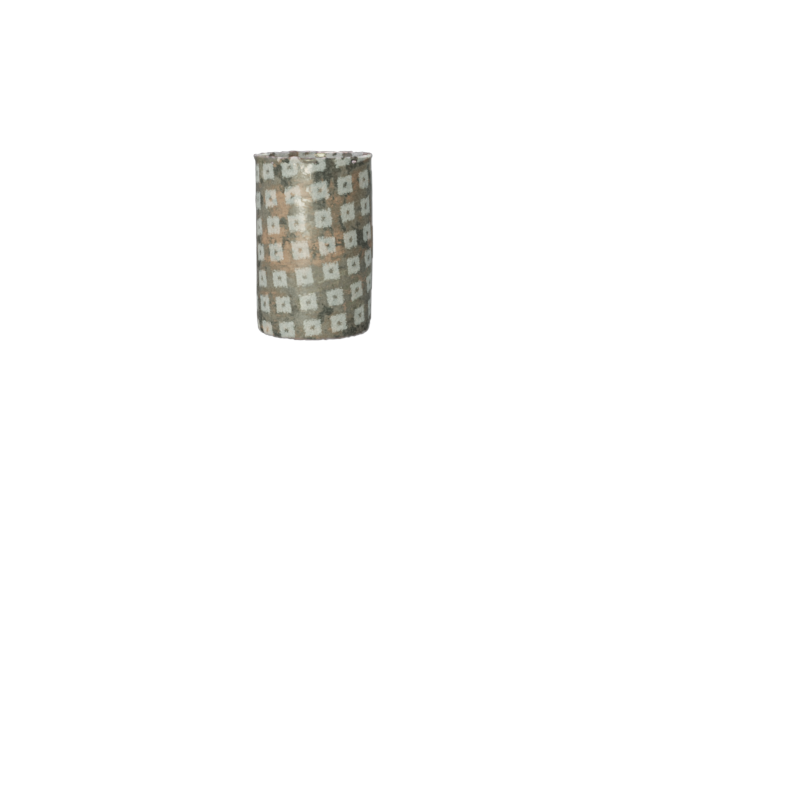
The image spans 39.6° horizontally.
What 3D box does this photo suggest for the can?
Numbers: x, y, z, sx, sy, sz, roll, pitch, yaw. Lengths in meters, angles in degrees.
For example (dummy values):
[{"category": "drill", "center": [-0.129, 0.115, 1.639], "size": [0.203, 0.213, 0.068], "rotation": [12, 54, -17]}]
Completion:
[{"category": "can", "center": [-0.050, -0.091, 0.639], "size": [0.068, 0.100, 0.070], "rotation": [0, 11, -2]}]
